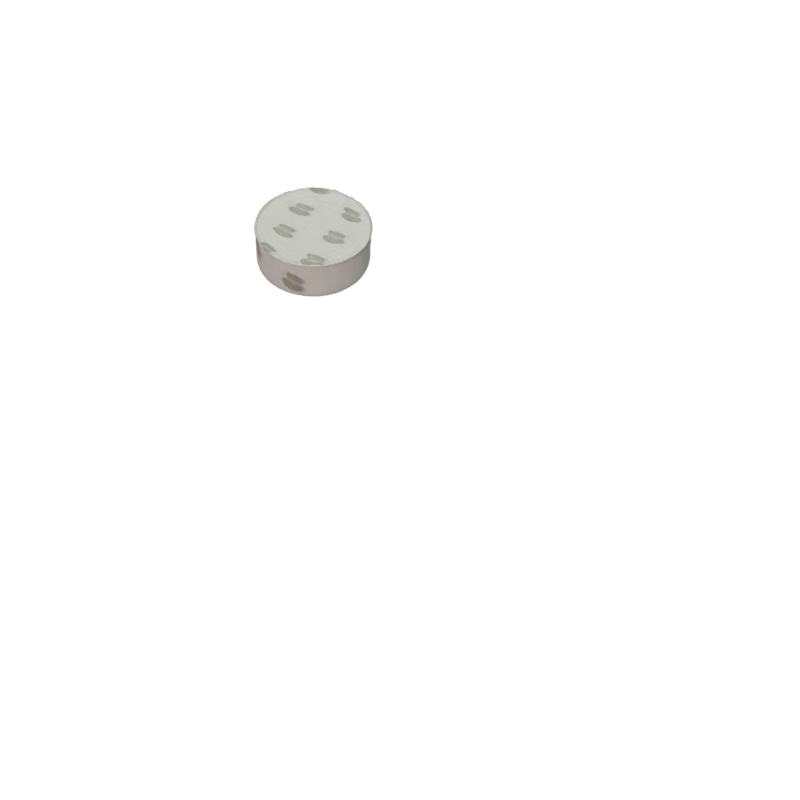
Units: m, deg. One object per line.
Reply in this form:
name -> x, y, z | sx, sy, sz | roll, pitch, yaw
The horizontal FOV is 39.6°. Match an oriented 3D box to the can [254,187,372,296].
can -> -0.064, -0.116, 0.812 | 0.086, 0.092, 0.031 | -1, -44, -1
